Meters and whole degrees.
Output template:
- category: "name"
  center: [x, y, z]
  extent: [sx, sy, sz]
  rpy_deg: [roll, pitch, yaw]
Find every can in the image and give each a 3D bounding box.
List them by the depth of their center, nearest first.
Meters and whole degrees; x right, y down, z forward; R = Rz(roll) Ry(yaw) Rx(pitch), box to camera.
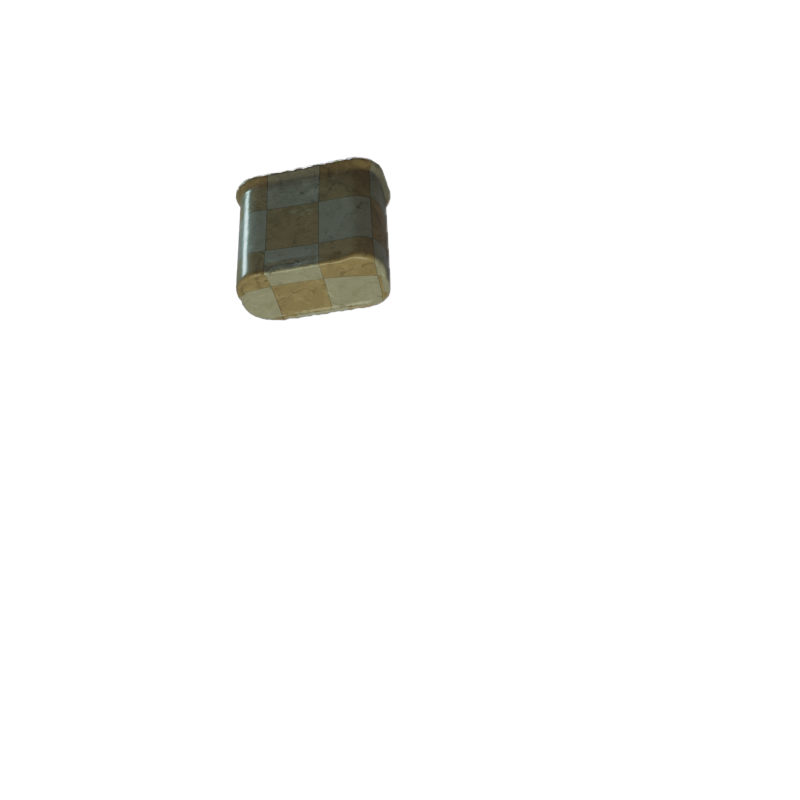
- category: "can"
  center: [-0.057, -0.103, 0.722]
  extent: [0.103, 0.090, 0.053]
  rpy_deg: [-9, -37, 11]
